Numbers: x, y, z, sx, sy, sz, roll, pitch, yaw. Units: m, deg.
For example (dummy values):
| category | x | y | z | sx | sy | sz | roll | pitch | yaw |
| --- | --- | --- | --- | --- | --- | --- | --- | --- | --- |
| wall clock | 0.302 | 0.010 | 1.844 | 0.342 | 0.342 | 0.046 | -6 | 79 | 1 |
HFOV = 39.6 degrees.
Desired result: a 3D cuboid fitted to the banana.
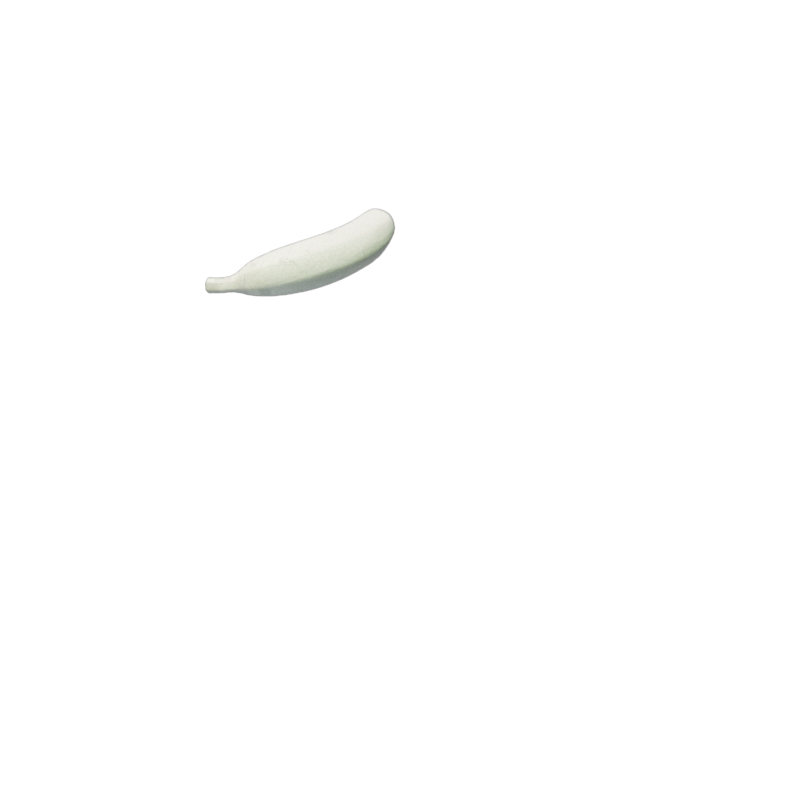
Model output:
| category | x | y | z | sx | sy | sz | roll | pitch | yaw |
| --- | --- | --- | --- | --- | --- | --- | --- | --- | --- |
| banana | -0.057 | -0.117 | 0.858 | 0.074 | 0.035 | 0.196 | 21 | 33 | 36 |
